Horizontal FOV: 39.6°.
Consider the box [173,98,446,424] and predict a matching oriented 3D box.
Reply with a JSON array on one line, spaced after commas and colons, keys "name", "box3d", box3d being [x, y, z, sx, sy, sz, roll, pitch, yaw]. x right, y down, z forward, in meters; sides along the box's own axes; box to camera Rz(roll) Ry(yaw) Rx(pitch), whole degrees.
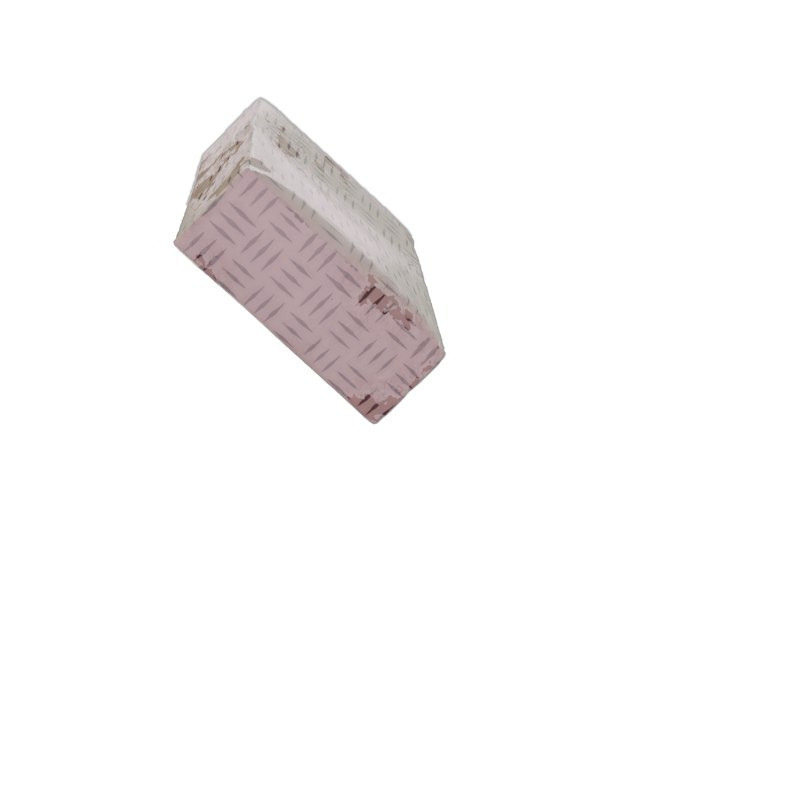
[{"name": "box", "box3d": [-0.057, -0.103, 0.724, 0.158, 0.071, 0.225, 41, 16, -18]}]
